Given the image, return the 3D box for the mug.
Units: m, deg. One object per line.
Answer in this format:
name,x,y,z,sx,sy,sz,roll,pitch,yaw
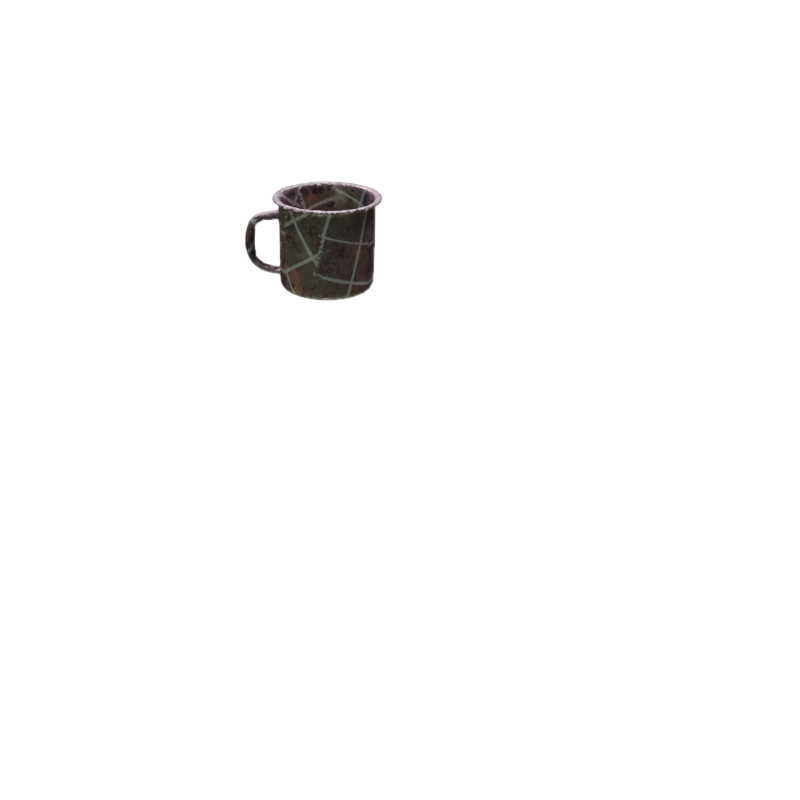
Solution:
mug,-0.074,-0.136,0.951,0.116,0.078,0.099,-3,24,-9
